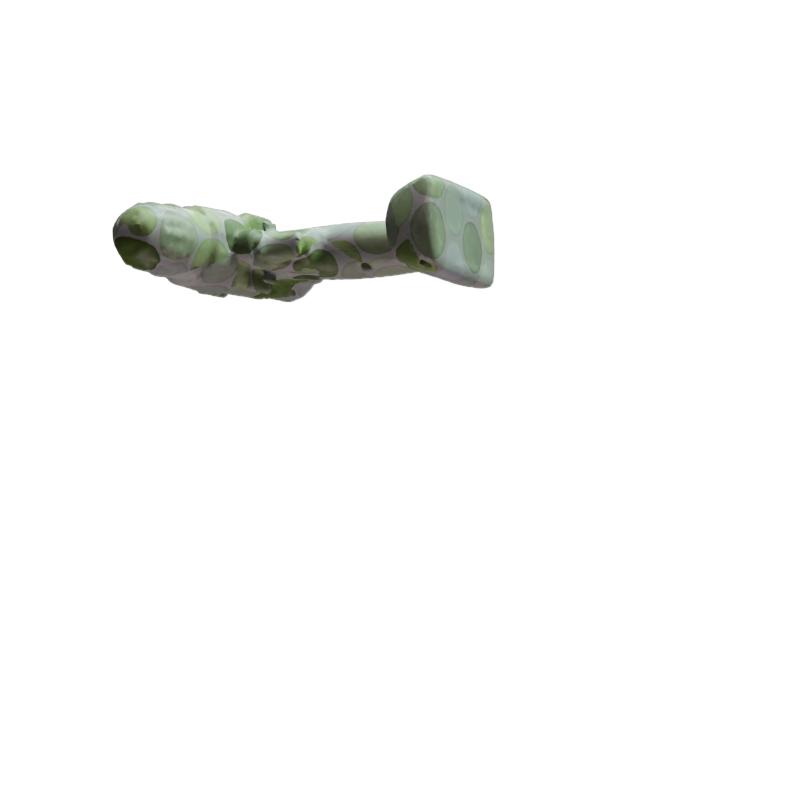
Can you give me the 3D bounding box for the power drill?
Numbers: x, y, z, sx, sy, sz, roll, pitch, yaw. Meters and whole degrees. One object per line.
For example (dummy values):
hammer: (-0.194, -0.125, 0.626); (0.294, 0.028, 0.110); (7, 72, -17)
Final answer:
power drill: (-0.052, -0.094, 0.660); (0.193, 0.058, 0.177); (0, 0, 29)
